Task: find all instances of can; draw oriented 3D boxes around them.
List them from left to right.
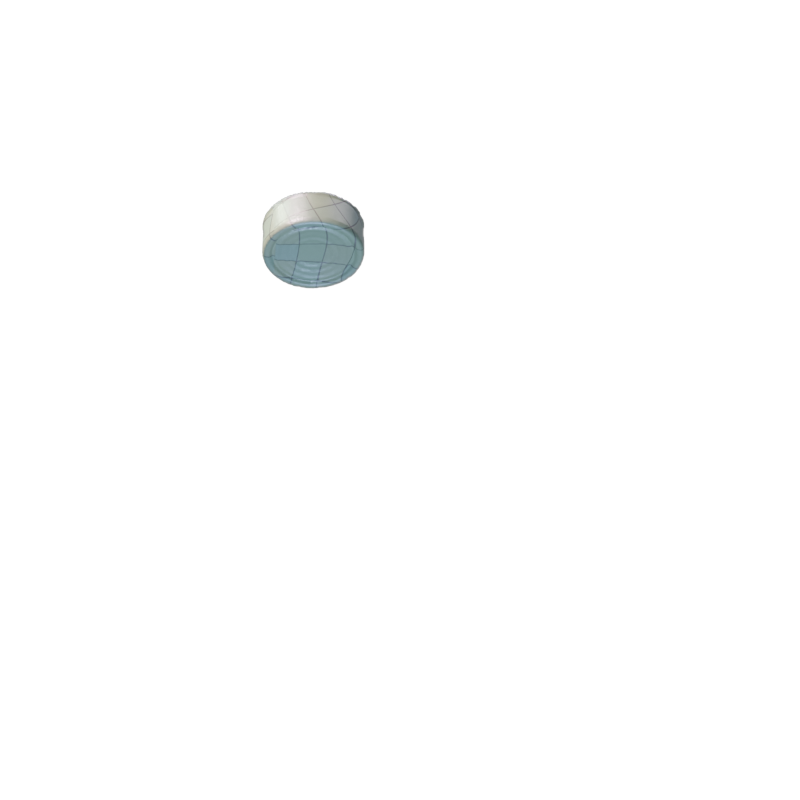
[{"bbox_3d":[-0.072,-0.132,0.923,0.086,0.036,0.080,1,-38,-2],"label":"can"}]
